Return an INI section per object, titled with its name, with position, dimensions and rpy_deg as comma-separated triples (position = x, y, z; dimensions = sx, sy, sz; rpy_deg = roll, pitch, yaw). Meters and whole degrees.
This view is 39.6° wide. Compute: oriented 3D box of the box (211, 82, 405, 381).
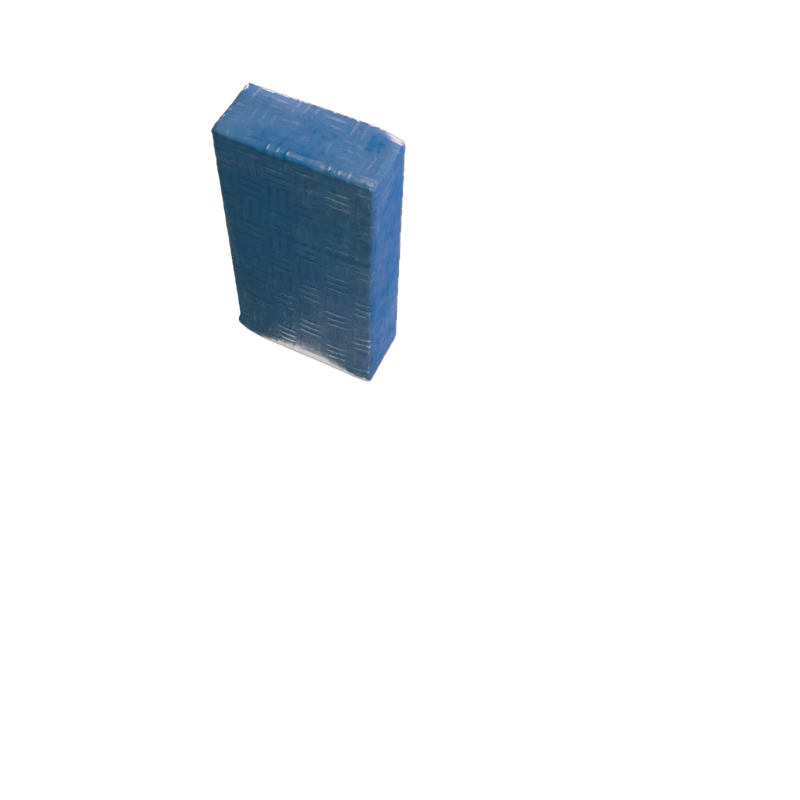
[box]
position = -0.048, -0.088, 0.612
dimensions = 0.096, 0.050, 0.165
rpy_deg = 24, -33, 13
